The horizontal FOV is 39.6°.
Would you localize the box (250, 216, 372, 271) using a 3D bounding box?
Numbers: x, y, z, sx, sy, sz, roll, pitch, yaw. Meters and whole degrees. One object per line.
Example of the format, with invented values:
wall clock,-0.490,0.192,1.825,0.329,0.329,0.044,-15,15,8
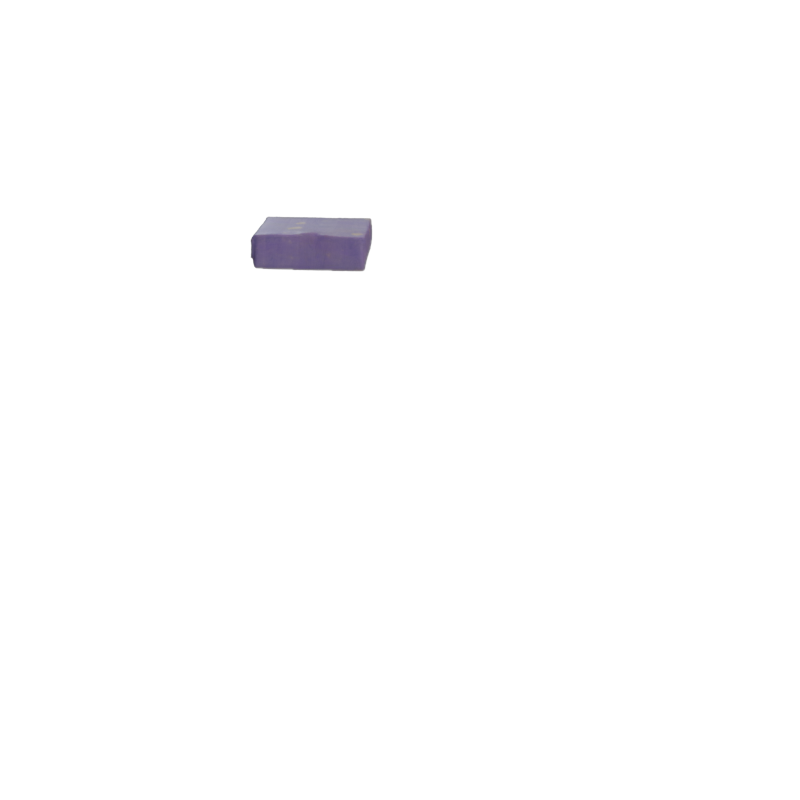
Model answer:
box,-0.069,-0.126,0.879,0.090,0.029,0.075,2,19,5
